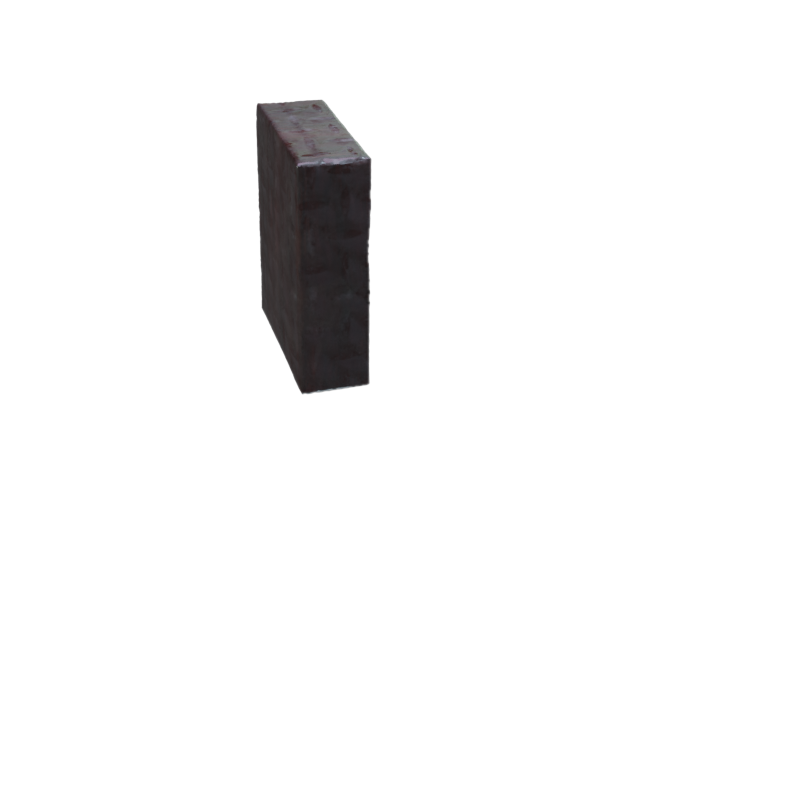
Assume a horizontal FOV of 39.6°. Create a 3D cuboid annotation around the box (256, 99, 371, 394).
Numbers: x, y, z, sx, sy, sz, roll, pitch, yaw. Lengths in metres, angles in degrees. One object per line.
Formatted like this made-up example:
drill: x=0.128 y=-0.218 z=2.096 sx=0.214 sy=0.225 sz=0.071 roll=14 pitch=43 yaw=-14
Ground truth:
box: x=-0.077 y=-0.140 z=0.981 sx=0.071 sy=0.202 sz=0.176 roll=-6 pitch=29 yaw=-16
